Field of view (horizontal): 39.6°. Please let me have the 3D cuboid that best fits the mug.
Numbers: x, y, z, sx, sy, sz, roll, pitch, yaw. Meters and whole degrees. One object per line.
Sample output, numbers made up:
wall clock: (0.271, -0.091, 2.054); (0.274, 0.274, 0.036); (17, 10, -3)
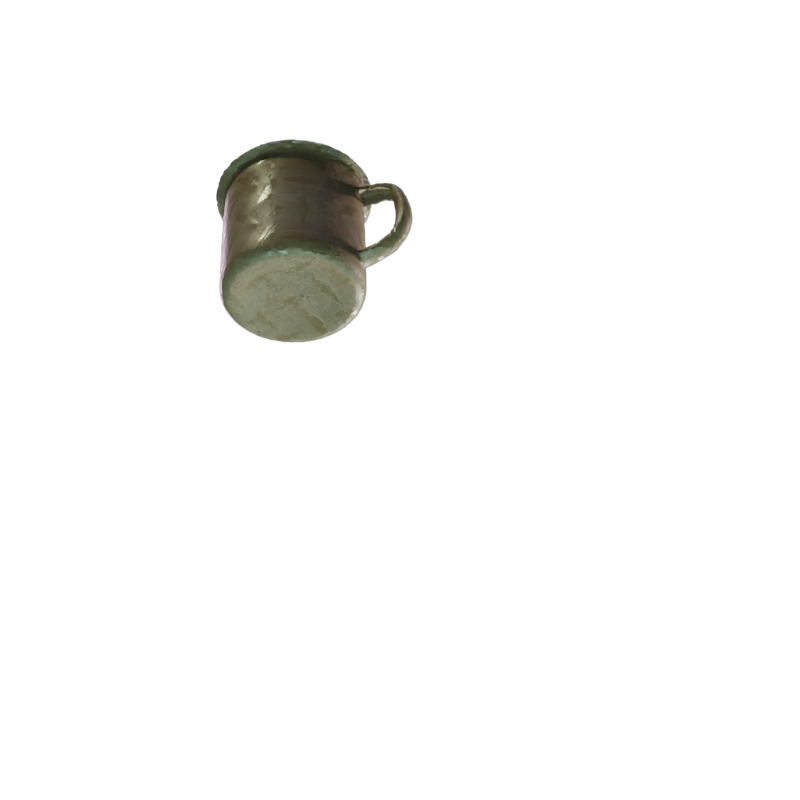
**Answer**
mug: (-0.049, -0.090, 0.629); (0.118, 0.087, 0.086); (-13, -42, 13)
